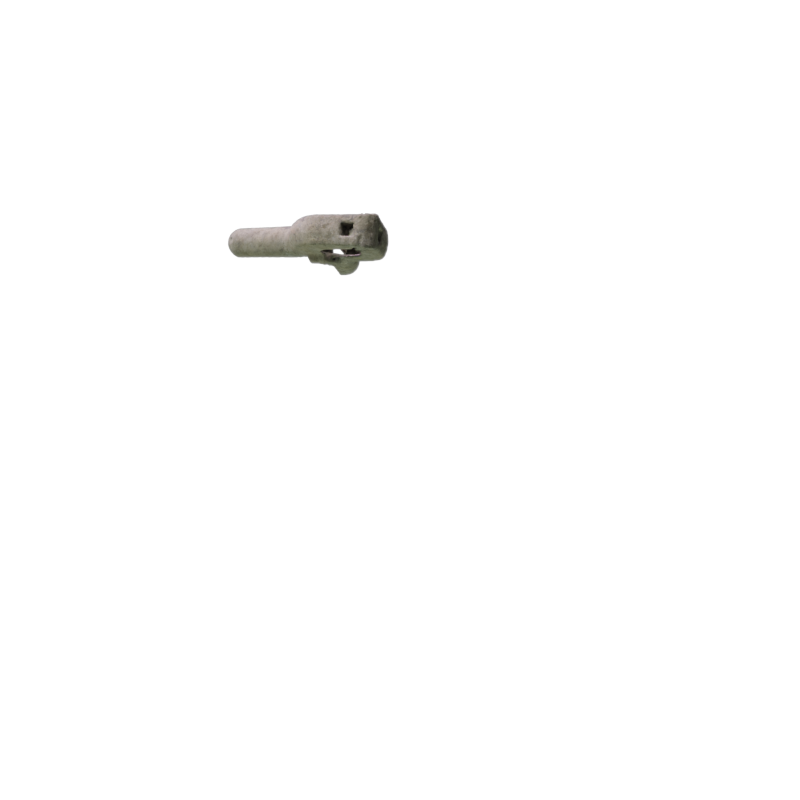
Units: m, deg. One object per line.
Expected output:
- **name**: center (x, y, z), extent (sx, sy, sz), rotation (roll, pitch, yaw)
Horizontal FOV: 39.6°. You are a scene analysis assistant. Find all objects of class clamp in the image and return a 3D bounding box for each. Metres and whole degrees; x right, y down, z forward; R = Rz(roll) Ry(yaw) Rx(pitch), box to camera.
- **clamp**: center (-0.071, -0.129, 0.906), extent (0.117, 0.040, 0.172), rotation (1, -3, -17)
